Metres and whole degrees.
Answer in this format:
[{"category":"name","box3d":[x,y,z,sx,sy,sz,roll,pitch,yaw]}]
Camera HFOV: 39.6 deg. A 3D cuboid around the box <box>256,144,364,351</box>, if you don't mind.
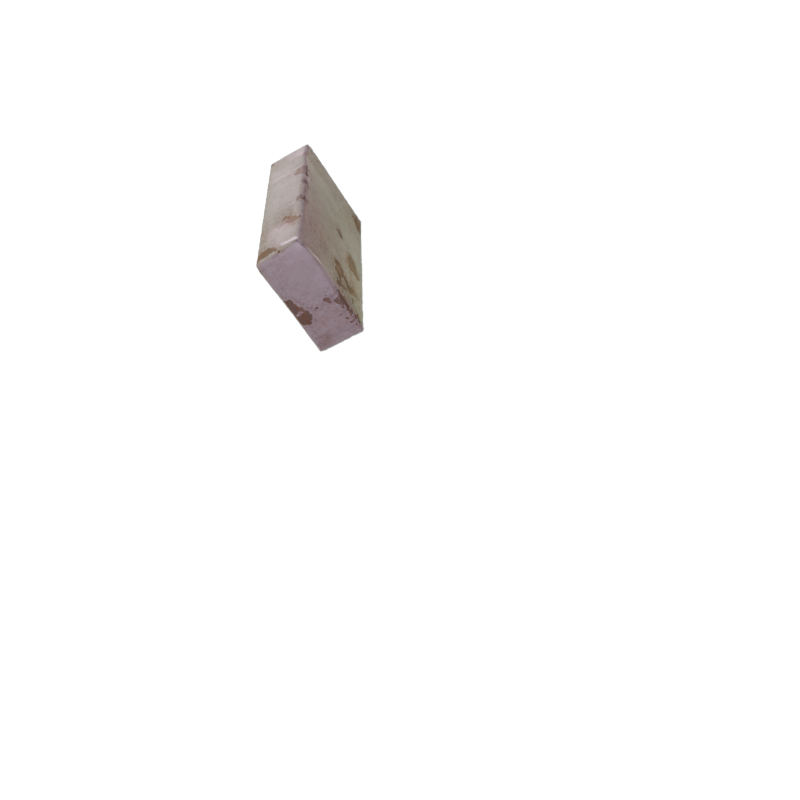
[{"category":"box","box3d":[-0.070,-0.127,0.893,0.048,0.088,0.188,-29,29,14]}]
